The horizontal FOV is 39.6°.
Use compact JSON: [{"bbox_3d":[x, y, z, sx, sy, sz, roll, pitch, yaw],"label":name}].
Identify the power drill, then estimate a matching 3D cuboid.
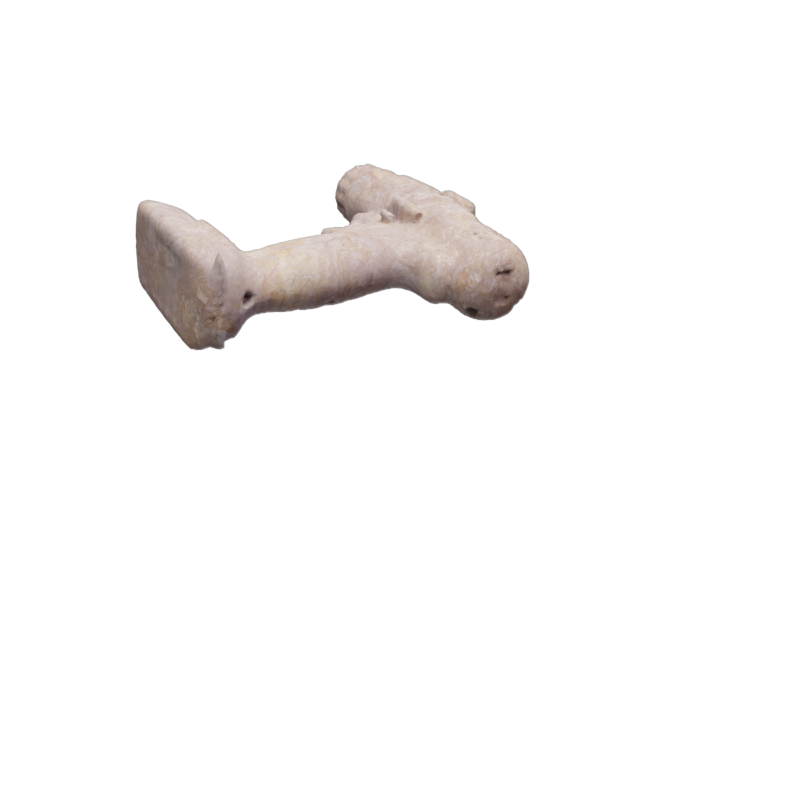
[{"bbox_3d":[-0.049,-0.089,0.623,0.184,0.055,0.197,-12,28,-23],"label":"power drill"}]
